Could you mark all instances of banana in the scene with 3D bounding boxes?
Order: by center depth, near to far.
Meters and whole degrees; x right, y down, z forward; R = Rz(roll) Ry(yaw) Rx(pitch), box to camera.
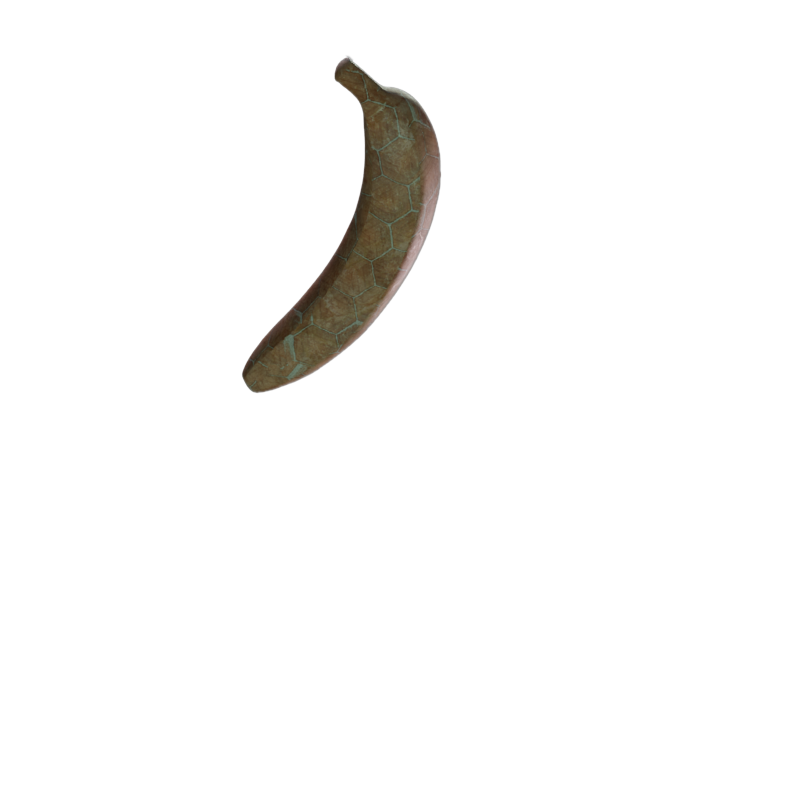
[{"bbox_3d":[-0.024,-0.078,0.549,0.068,0.188,0.039,14,34,-11],"label":"banana"}]
